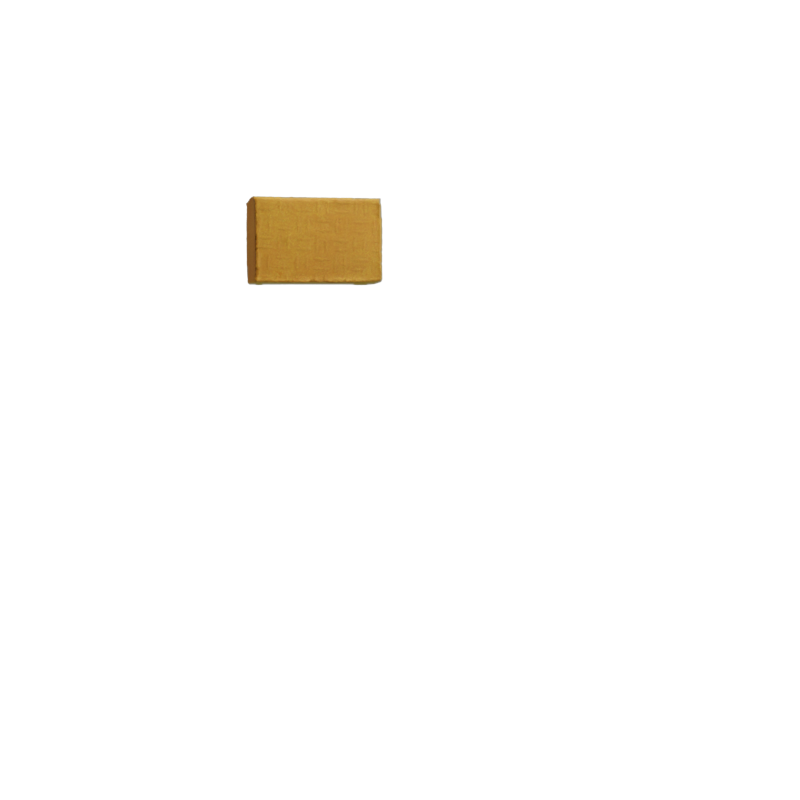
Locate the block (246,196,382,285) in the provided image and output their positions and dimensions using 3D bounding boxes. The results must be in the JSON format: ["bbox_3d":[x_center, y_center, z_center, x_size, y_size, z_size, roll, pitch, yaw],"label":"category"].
[{"bbox_3d":[-0.052,-0.095,0.668,0.077,0.051,0.053,0,1,-10],"label":"block"}]
